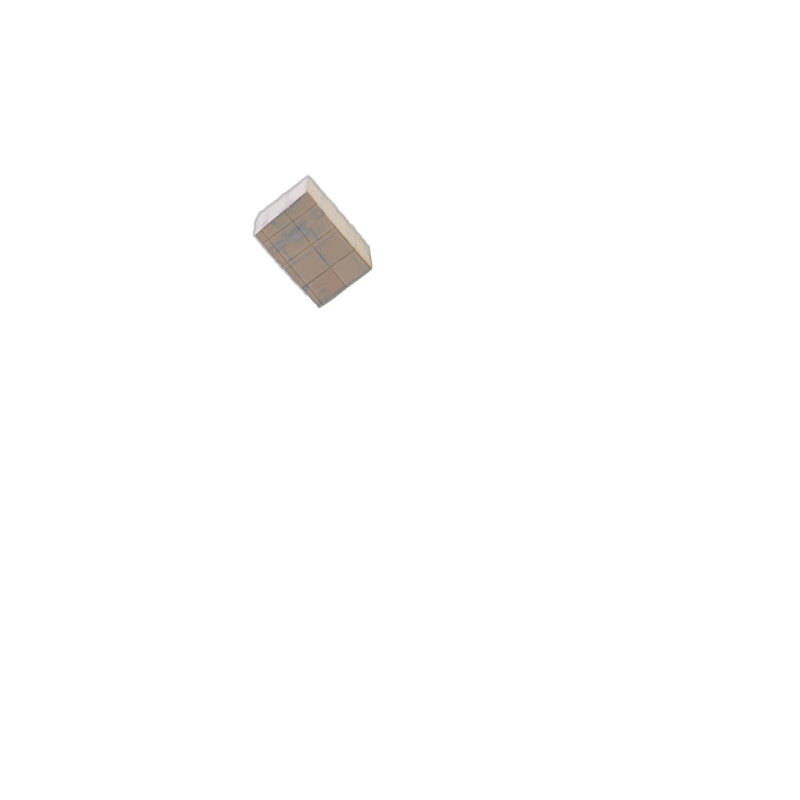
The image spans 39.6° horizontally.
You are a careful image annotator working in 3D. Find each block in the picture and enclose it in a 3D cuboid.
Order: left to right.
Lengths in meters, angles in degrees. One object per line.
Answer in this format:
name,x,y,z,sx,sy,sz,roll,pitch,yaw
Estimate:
block,-0.065,-0.118,0.830,0.052,0.075,0.054,-37,18,12
